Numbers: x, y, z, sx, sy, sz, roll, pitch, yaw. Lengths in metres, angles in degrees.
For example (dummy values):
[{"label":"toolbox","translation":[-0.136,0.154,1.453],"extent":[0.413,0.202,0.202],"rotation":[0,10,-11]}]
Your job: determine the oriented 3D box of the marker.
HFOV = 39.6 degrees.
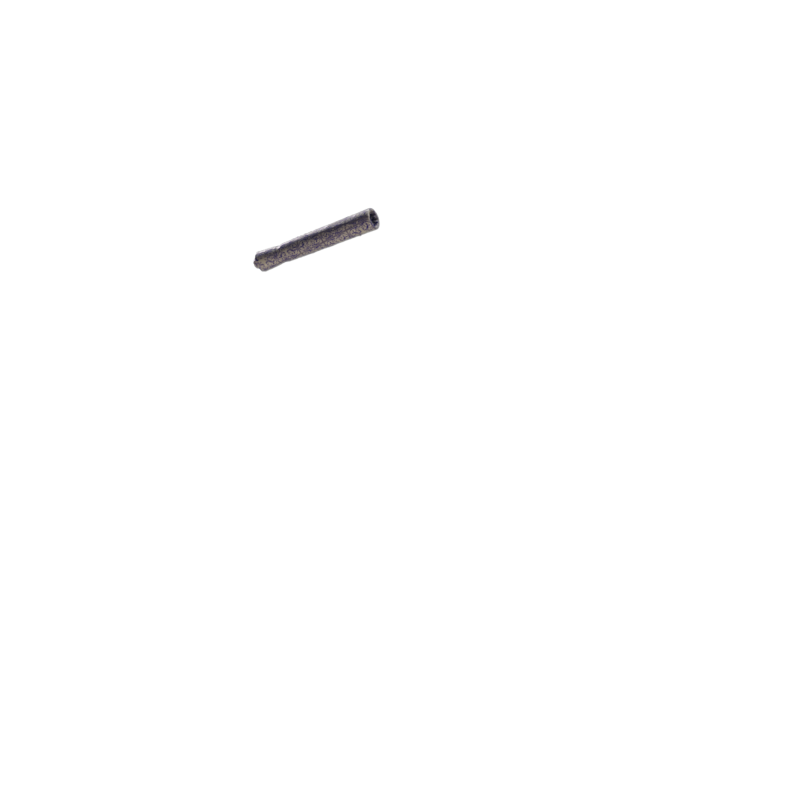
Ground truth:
[{"label":"marker","translation":[-0.073,-0.133,0.928],"extent":[0.122,0.020,0.019],"rotation":[-16,-4,29]}]
